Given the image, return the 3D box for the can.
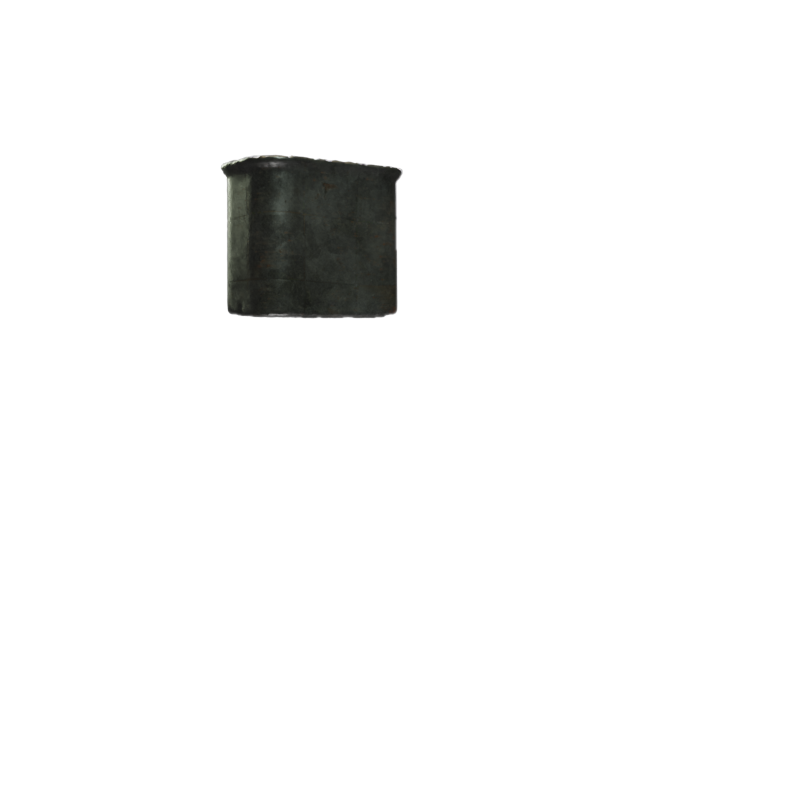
[{"bbox_3d":[-0.048,-0.088,0.614,0.098,0.085,0.059,0,-2,-37],"label":"can"}]
